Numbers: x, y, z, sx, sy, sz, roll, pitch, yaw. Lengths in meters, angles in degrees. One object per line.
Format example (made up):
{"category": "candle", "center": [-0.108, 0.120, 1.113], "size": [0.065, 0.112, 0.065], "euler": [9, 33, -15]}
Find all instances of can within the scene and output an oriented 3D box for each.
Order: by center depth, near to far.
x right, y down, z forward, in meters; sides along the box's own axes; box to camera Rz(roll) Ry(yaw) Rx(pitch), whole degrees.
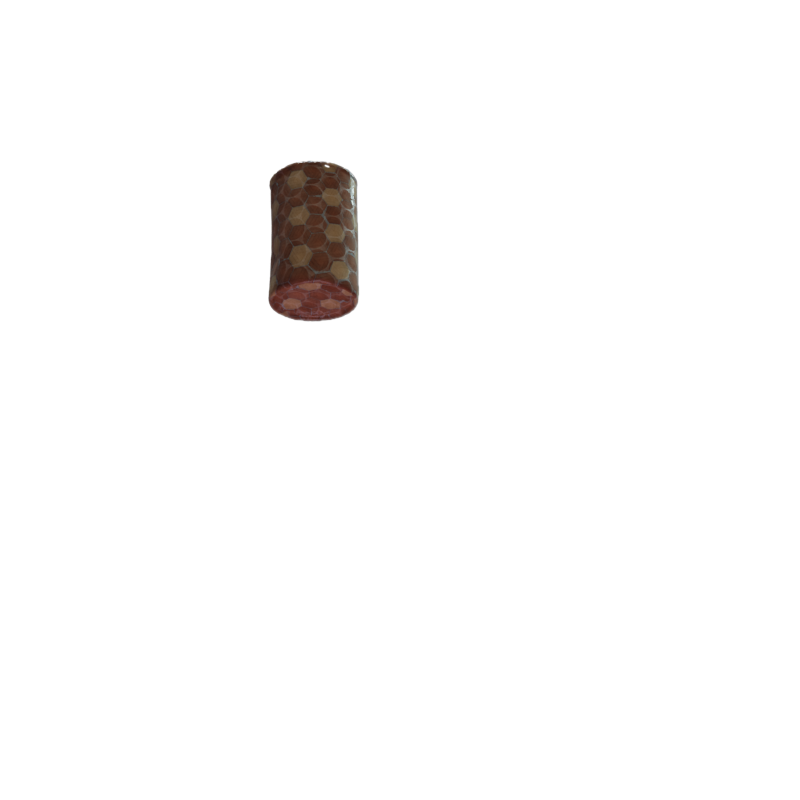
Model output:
{"category": "can", "center": [-0.065, -0.118, 0.829], "size": [0.068, 0.108, 0.065], "euler": [0, -26, -2]}
